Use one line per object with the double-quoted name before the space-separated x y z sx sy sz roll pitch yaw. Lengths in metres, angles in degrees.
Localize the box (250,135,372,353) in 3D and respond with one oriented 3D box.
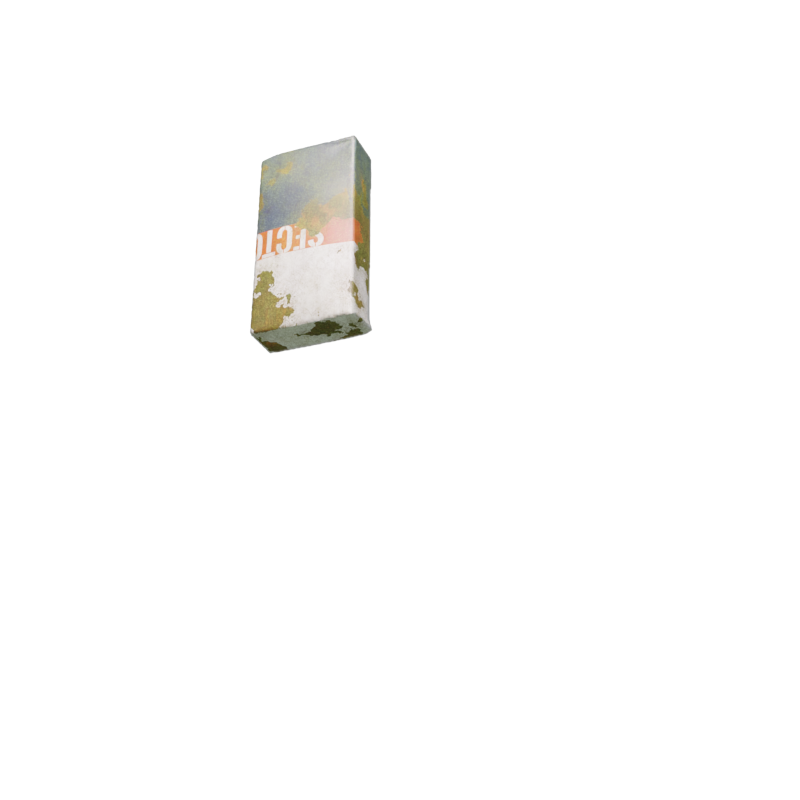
"box" -0.073 -0.133 0.929 0.095 0.187 0.044 -12 -30 19
